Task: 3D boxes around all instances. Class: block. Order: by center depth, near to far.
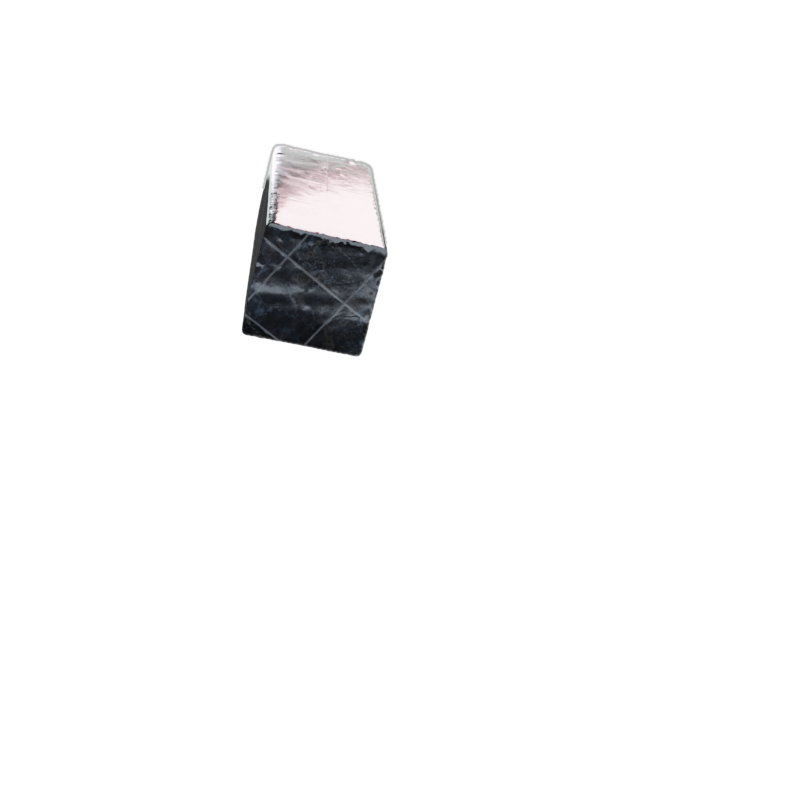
[{"bbox_3d":[-0.069,-0.127,0.883,0.090,0.087,0.217,11,25,-9],"label":"block"}]
